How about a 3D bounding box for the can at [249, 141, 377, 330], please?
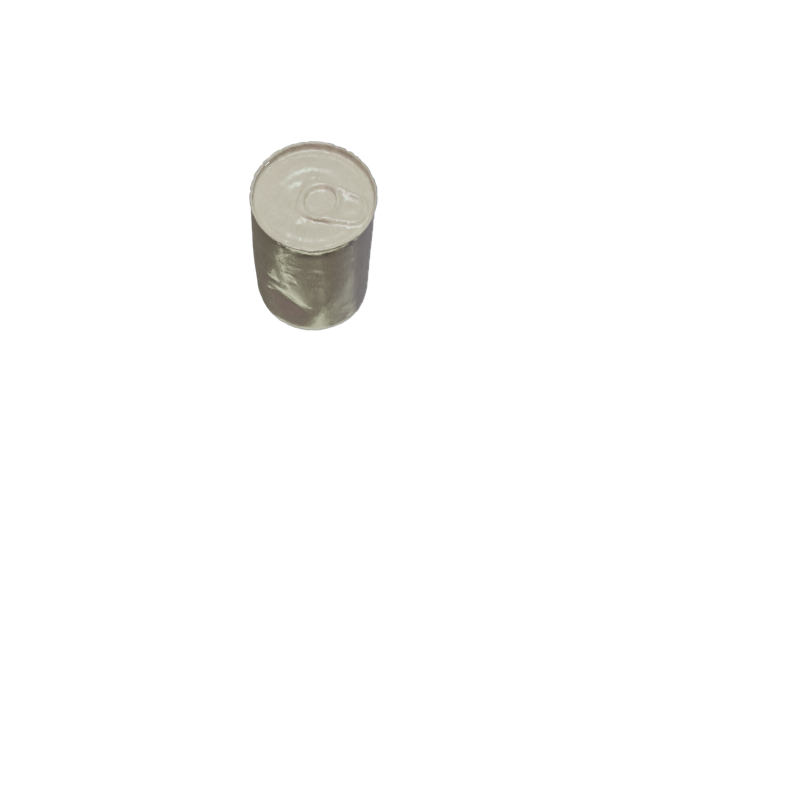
[{"bbox_3d":[-0.049,-0.090,0.627,0.068,0.073,0.097,0,-25,-3],"label":"can"}]
